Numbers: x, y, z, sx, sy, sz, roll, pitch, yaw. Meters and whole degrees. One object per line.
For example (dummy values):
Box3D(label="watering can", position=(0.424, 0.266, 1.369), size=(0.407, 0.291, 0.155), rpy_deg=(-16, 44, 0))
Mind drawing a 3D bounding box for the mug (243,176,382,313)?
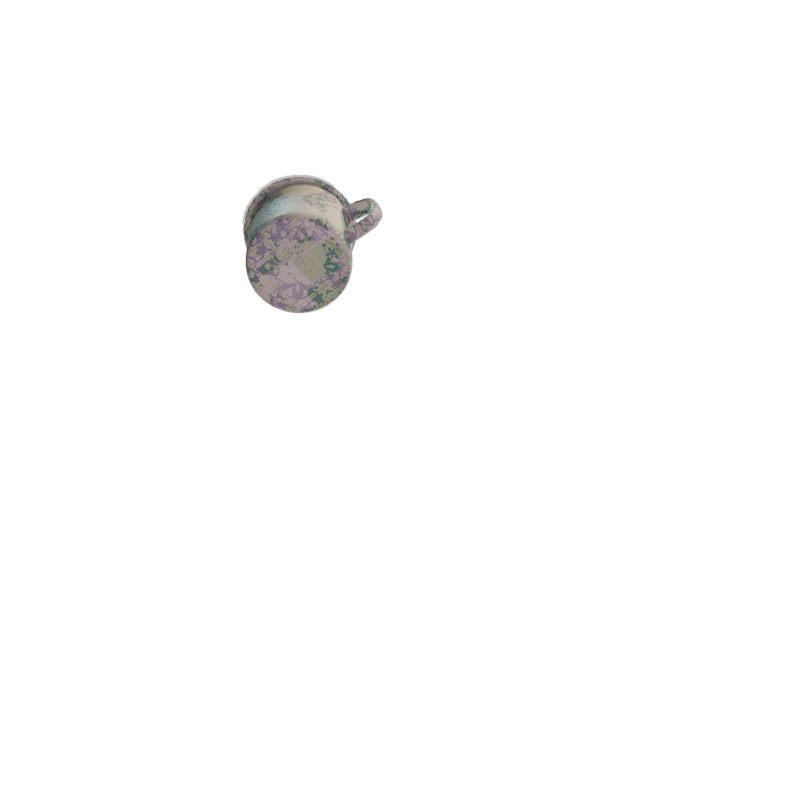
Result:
Box3D(label="mug", position=(-0.068, -0.124, 0.868), size=(0.117, 0.088, 0.086), rpy_deg=(-21, 24, 8))
